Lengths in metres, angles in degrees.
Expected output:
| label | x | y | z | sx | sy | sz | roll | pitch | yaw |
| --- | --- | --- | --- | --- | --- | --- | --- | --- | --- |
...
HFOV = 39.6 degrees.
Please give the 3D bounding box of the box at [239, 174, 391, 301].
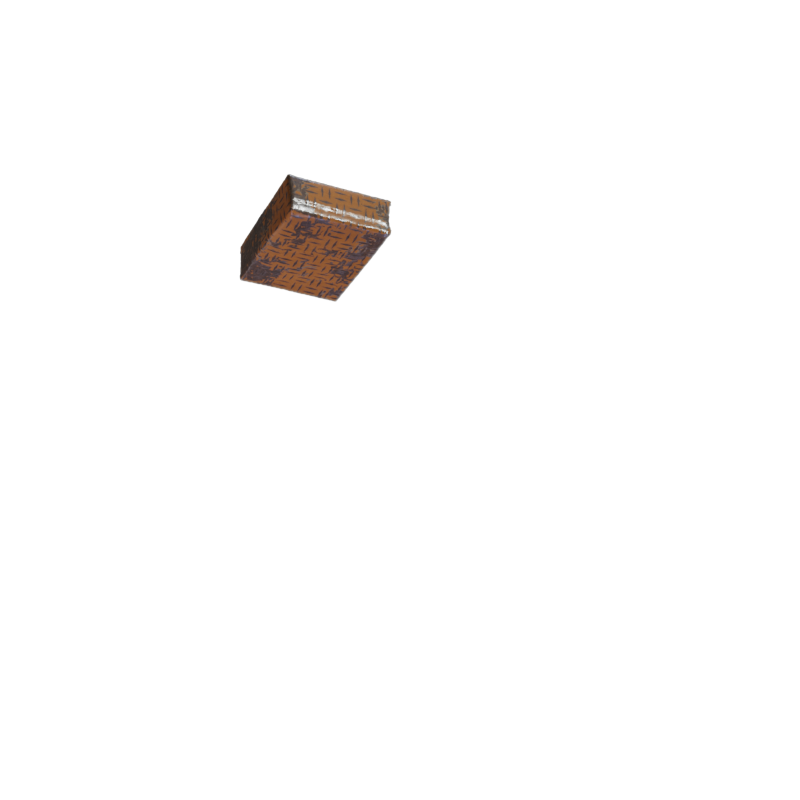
| label | x | y | z | sx | sy | sz | roll | pitch | yaw |
| --- | --- | --- | --- | --- | --- | --- | --- | --- | --- |
| box | -0.071 | -0.129 | 0.901 | 0.087 | 0.041 | 0.111 | 12 | -30 | -23 |
